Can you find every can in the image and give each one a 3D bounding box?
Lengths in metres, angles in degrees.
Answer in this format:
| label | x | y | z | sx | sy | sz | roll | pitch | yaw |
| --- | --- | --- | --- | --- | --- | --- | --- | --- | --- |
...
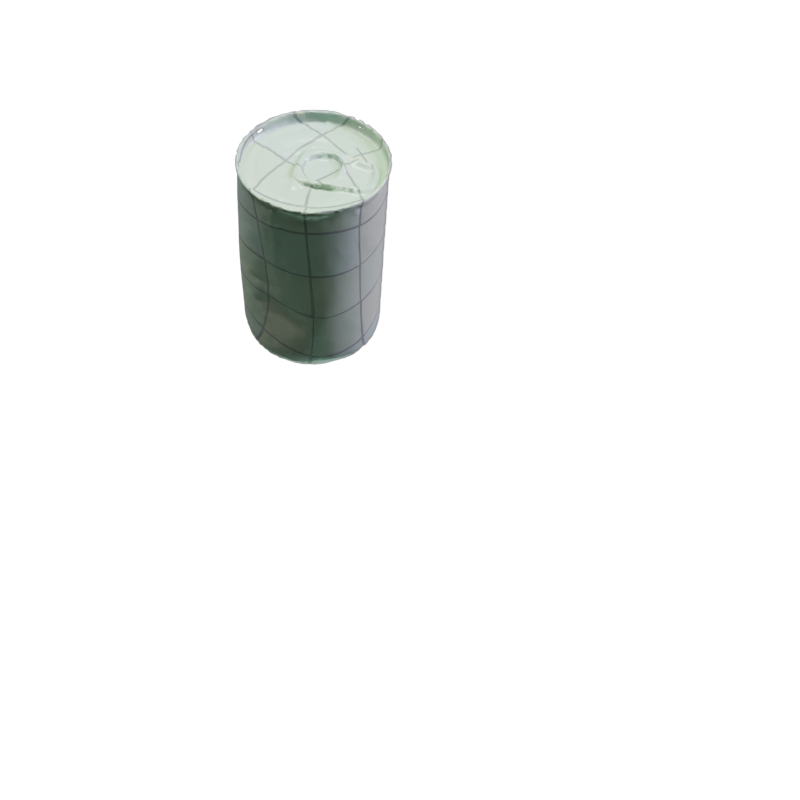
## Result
| label | x | y | z | sx | sy | sz | roll | pitch | yaw |
| --- | --- | --- | --- | --- | --- | --- | --- | --- | --- |
| can | -0.040 | -0.073 | 0.513 | 0.068 | 0.074 | 0.095 | 0 | -41 | -3 |
